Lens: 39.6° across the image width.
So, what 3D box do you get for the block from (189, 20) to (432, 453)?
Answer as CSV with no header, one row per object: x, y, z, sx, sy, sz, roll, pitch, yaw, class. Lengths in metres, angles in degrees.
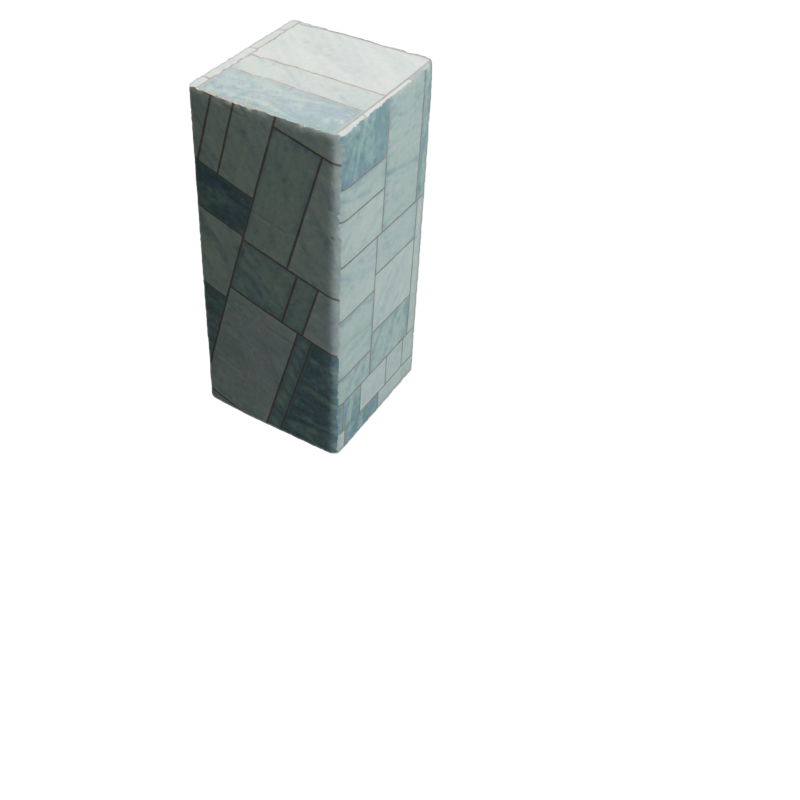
-0.046,-0.085,0.599,0.095,0.192,0.093,23,43,23,block
